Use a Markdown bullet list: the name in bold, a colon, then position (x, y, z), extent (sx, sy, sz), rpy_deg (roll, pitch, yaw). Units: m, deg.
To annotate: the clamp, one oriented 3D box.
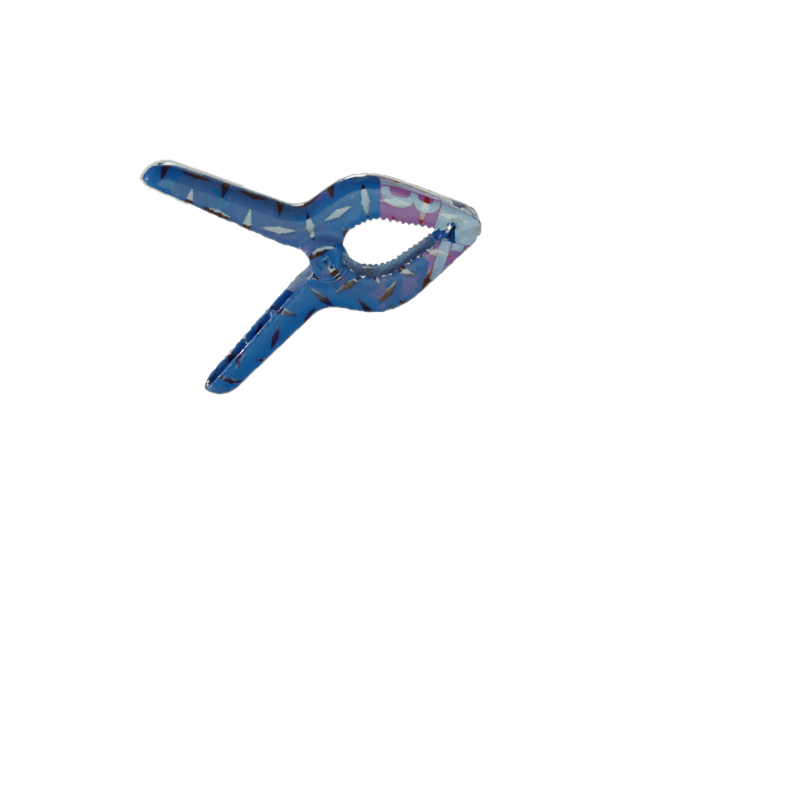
- **clamp**: position (-0.056, -0.102, 0.714), extent (0.211, 0.156, 0.038), rpy_deg (-18, 23, 7)
